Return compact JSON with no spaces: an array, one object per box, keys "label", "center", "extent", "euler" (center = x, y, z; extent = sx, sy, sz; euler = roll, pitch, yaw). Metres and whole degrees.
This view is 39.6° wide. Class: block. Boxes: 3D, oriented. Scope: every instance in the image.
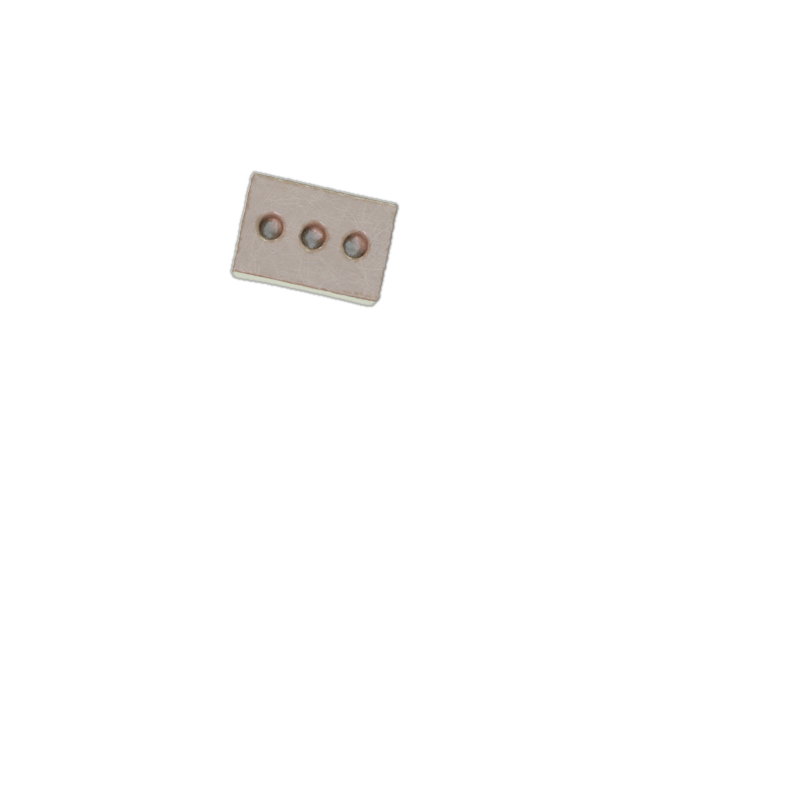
[{"label":"block","center":[-0.045,-0.083,0.580],"extent":[0.078,0.053,0.051],"euler":[12,-3,-1]}]
